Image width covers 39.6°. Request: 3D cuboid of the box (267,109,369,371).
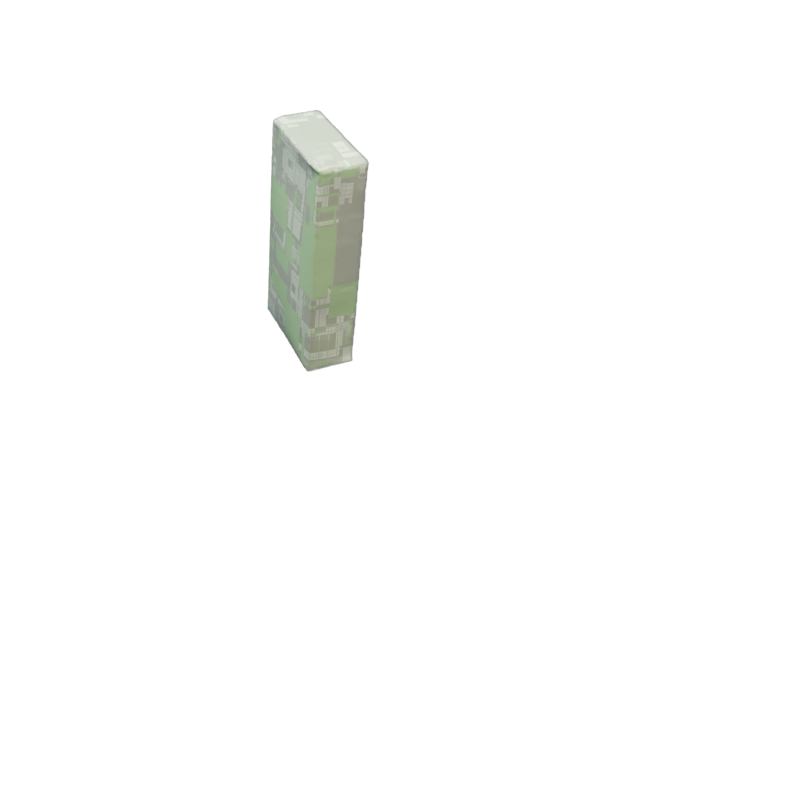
[{"bbox_3d":[-0.066,-0.120,0.838,0.047,0.165,0.101,-13,38,-21],"label":"box"}]
